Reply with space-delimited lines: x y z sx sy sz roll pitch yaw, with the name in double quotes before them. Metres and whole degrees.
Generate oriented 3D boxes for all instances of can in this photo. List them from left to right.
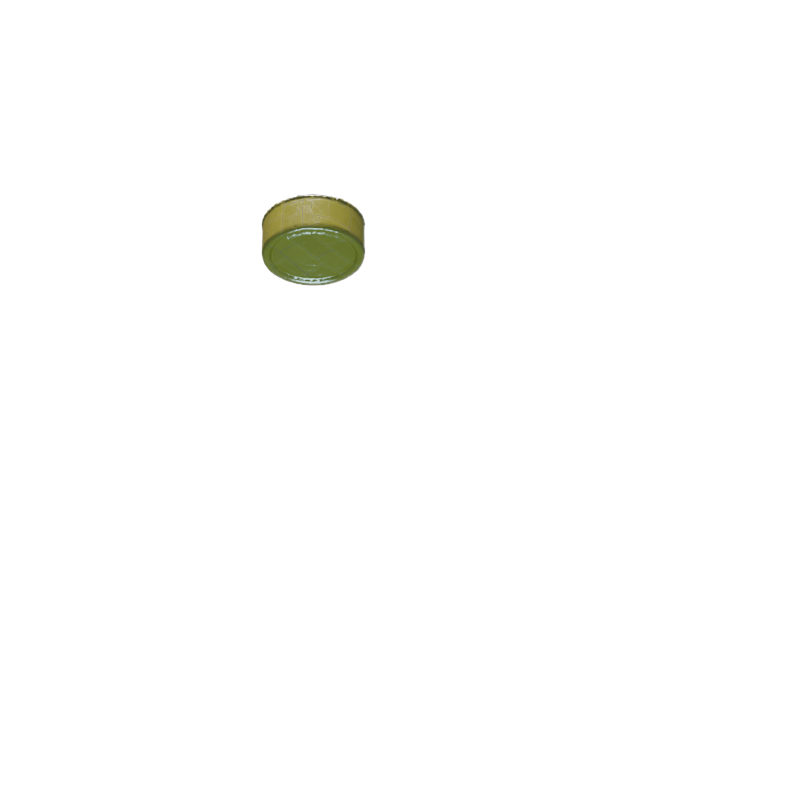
"can" -0.071 -0.130 0.910 0.086 0.036 0.081 1 -30 -2
